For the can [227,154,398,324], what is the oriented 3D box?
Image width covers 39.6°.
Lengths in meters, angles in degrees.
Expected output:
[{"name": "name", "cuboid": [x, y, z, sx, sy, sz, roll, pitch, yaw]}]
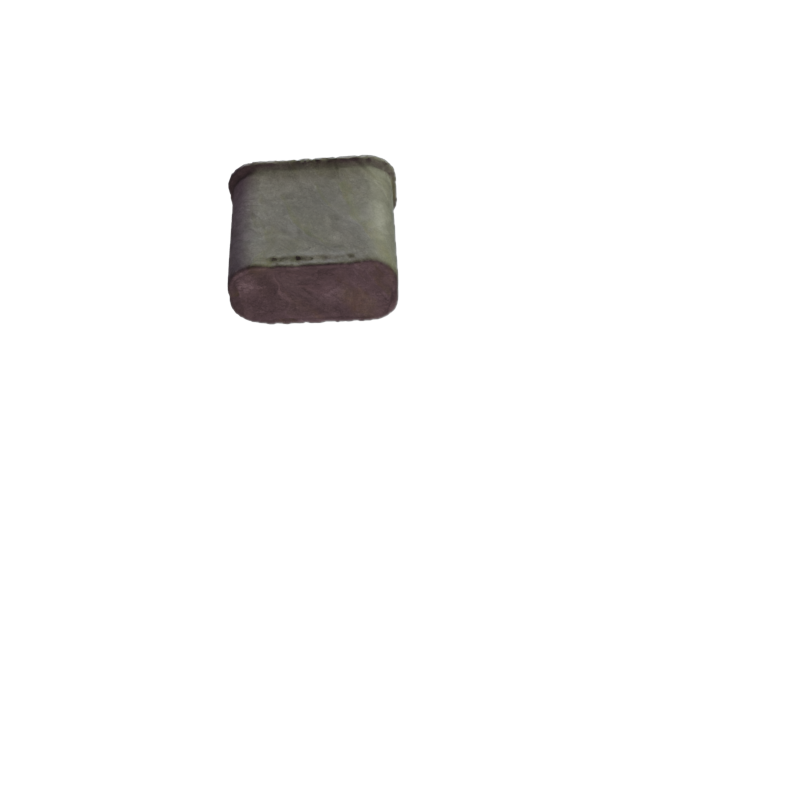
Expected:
[{"name": "can", "cuboid": [-0.051, -0.093, 0.652, 0.102, 0.090, 0.053, -3, -38, 2]}]
